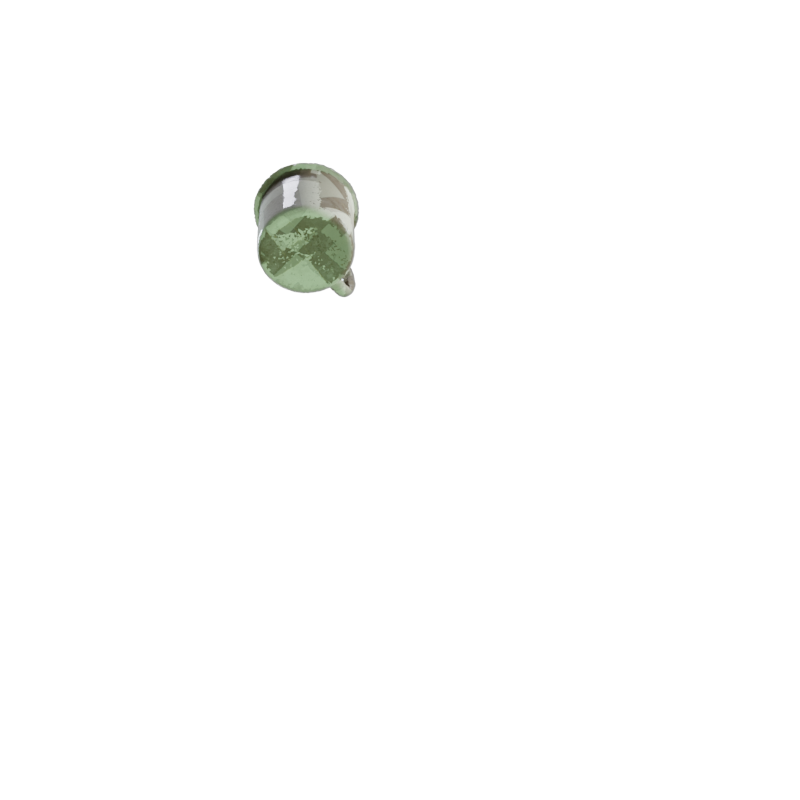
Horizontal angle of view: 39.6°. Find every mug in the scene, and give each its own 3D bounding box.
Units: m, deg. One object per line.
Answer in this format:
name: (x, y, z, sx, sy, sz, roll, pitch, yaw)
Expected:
mug: (-0.074, -0.136, 0.951, 0.093, 0.110, 0.087, -27, 28, 14)
